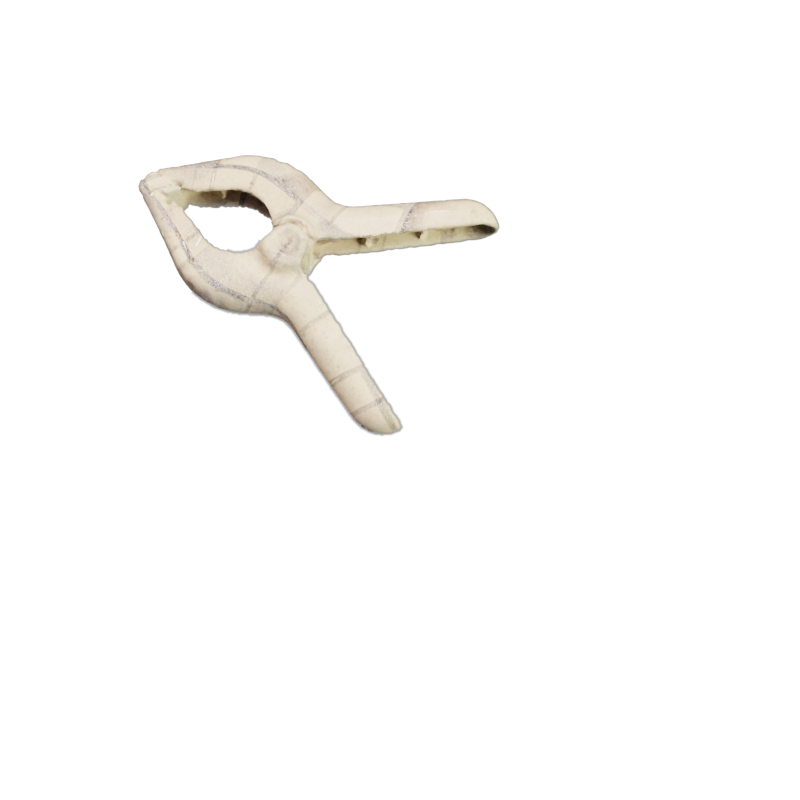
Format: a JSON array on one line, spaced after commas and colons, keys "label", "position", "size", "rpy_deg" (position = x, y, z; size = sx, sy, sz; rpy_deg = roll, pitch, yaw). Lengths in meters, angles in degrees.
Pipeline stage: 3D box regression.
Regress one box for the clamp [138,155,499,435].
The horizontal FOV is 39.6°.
[{"label": "clamp", "position": [-0.042, -0.076, 0.533], "size": [0.177, 0.122, 0.037], "rpy_deg": [34, -19, 13]}]
